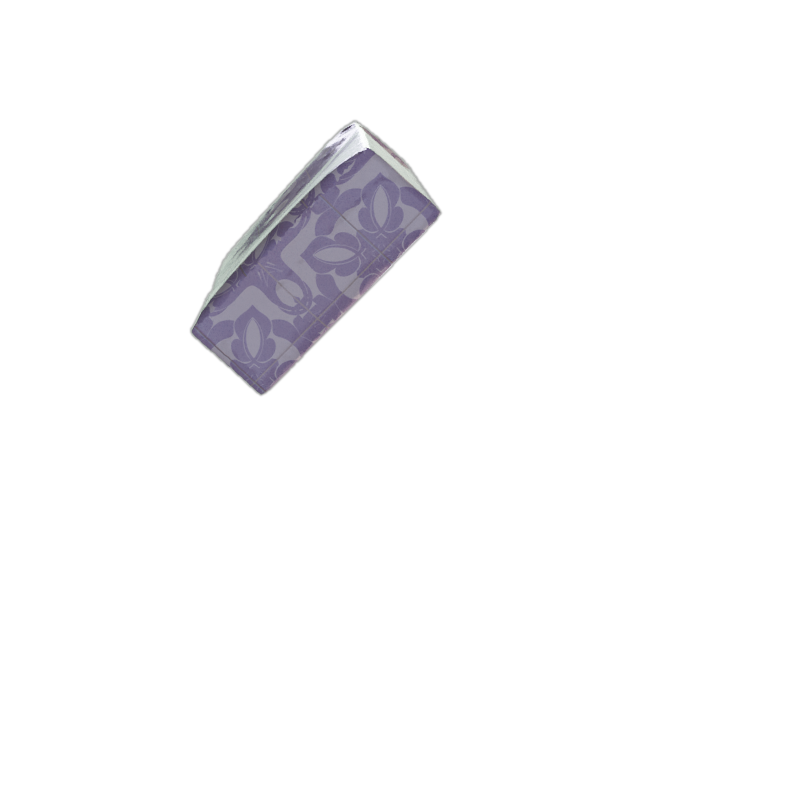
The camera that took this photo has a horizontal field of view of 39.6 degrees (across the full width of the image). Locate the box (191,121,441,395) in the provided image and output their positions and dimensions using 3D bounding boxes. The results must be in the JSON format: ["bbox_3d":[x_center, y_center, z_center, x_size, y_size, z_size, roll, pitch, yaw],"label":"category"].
[{"bbox_3d":[-0.061,-0.112,0.784,0.070,0.163,0.222,42,10,-15],"label":"box"}]
